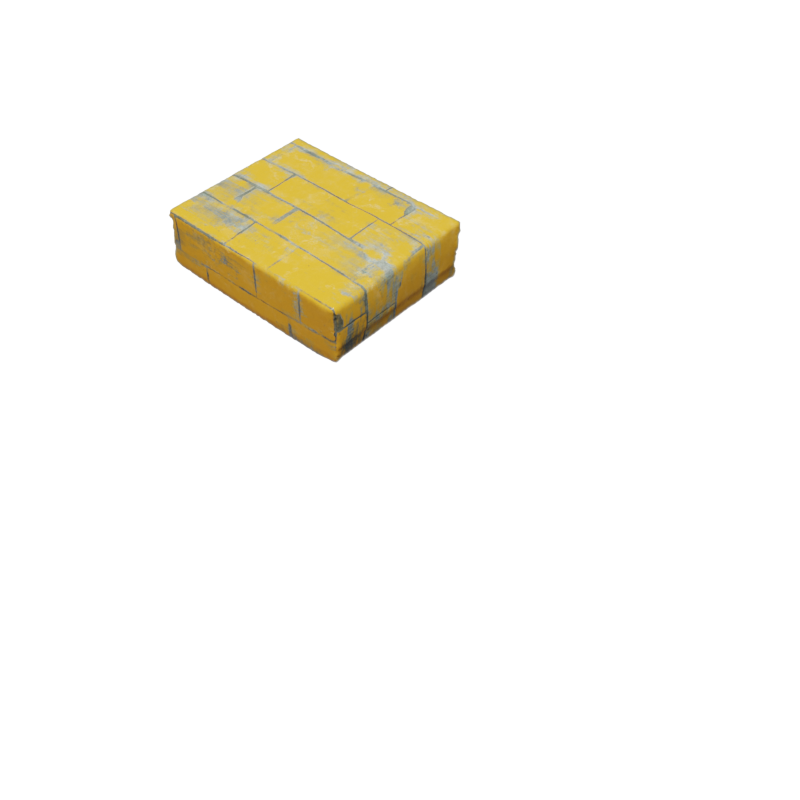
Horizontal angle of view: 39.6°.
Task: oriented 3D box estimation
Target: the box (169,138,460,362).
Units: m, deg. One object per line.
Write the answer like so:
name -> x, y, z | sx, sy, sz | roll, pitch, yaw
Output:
box -> -0.042, -0.077, 0.540 | 0.121, 0.036, 0.091 | 33, 53, 29
